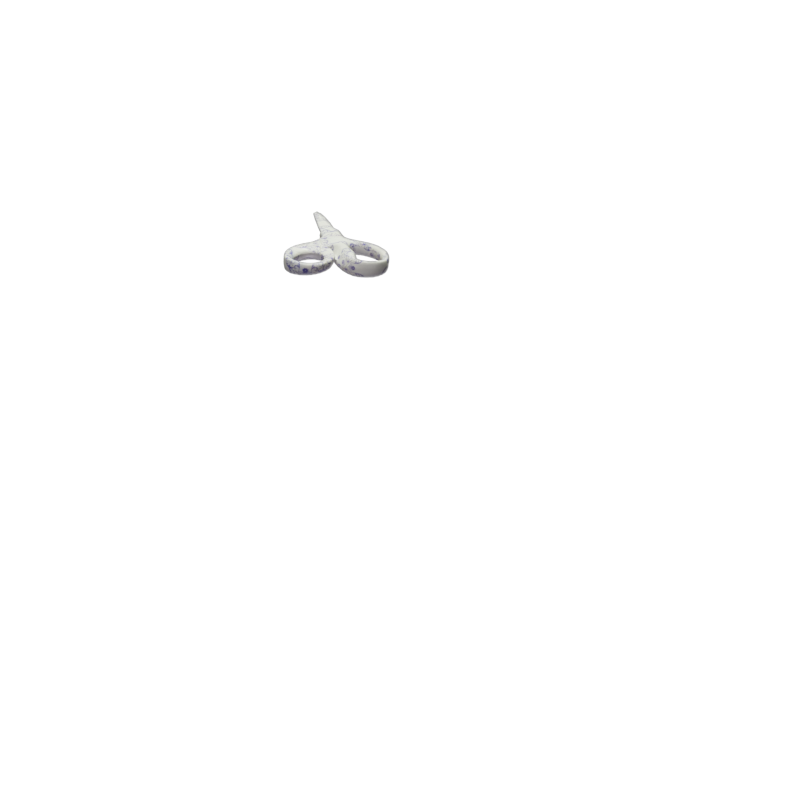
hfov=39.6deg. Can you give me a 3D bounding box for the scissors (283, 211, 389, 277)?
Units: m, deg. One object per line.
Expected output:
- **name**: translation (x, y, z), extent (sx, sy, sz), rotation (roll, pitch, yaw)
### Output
- **scissors**: translation (-0.077, -0.140, 0.983), extent (0.094, 0.015, 0.215), rotation (-10, 24, -23)
